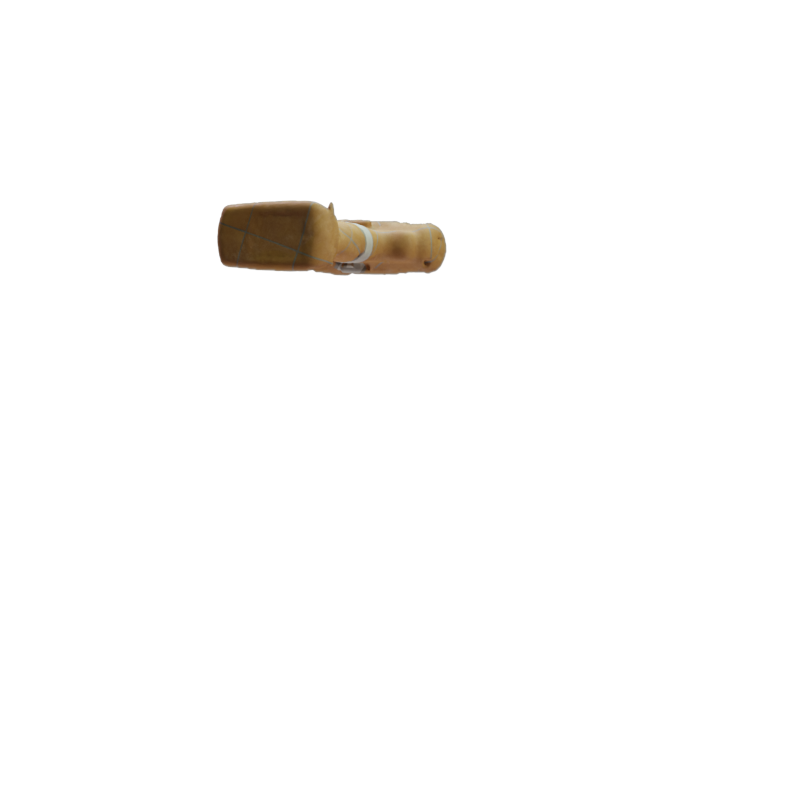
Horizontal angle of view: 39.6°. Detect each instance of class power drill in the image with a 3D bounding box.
[{"bbox_3d":[-0.076,-0.139,0.977,0.191,0.057,0.181,3,5,30],"label":"power drill"}]
